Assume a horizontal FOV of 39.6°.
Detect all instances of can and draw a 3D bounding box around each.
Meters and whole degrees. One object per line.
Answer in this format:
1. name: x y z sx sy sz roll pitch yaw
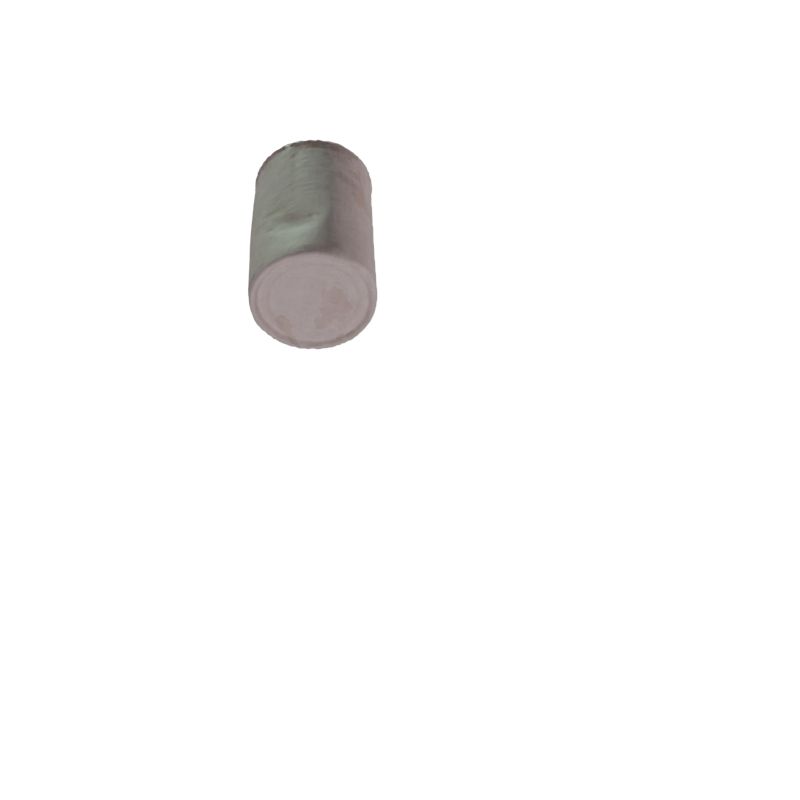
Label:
1. can: -0.047 -0.086 0.603 0.068 0.064 0.110 -1 42 -3
